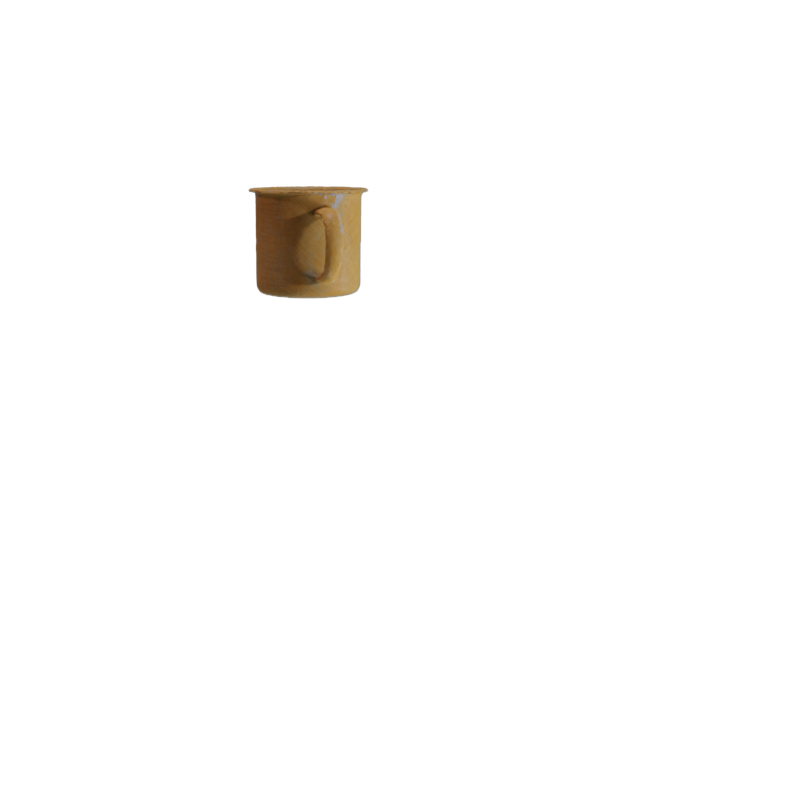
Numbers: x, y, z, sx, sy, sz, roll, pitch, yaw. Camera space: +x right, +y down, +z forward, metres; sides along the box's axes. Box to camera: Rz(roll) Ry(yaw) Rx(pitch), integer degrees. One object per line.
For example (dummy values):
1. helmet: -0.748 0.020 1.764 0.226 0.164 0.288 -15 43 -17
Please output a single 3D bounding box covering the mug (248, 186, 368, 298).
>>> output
1. mug: -0.067 -0.121 0.851 0.091 0.080 0.122 -4 11 -21
